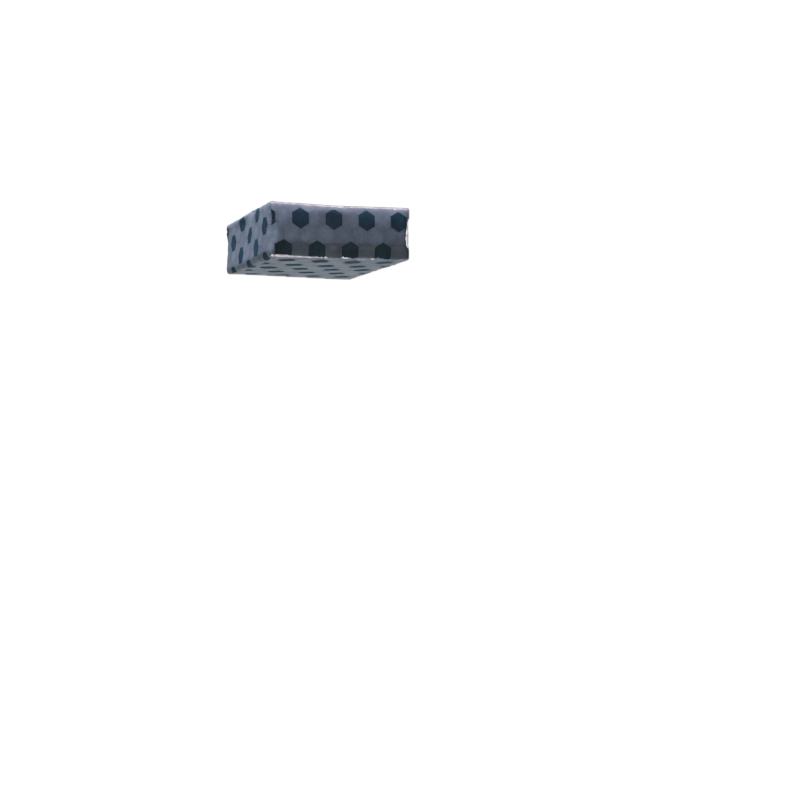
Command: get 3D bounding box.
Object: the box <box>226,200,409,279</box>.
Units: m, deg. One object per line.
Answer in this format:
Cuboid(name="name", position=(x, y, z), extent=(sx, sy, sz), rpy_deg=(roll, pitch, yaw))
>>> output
Cuboid(name="box", position=(-0.045, -0.083, 0.579), extent=(0.071, 0.030, 0.091), rpy_deg=(0, -1, -21))
